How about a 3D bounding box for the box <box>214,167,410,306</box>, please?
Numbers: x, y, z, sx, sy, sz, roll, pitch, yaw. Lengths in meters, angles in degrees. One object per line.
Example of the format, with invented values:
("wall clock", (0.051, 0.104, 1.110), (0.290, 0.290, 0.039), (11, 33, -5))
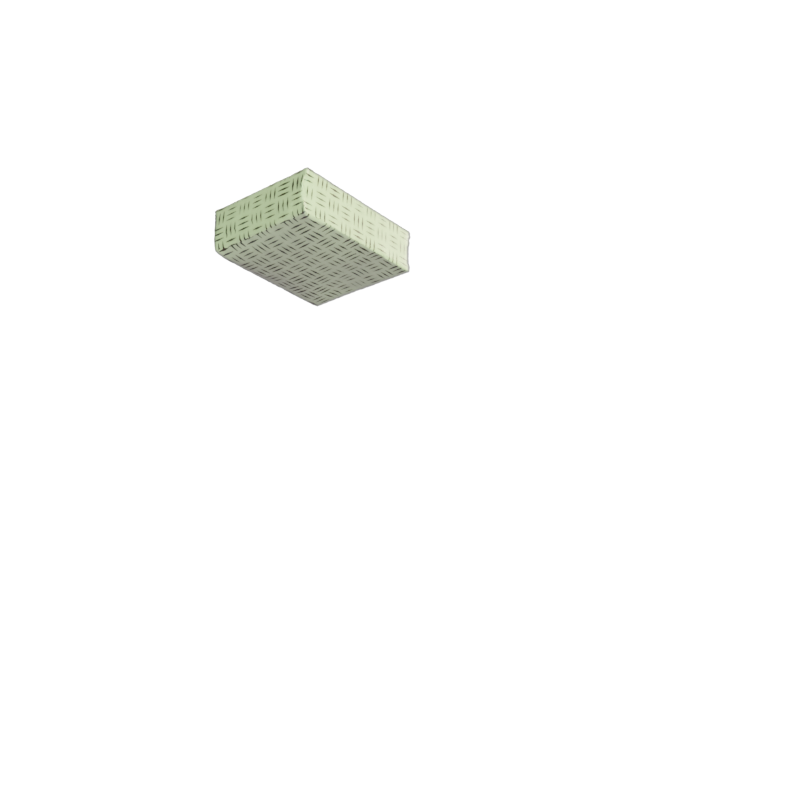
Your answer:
("box", (-0.061, -0.111, 0.780), (0.091, 0.041, 0.106), (-19, -29, 36))
